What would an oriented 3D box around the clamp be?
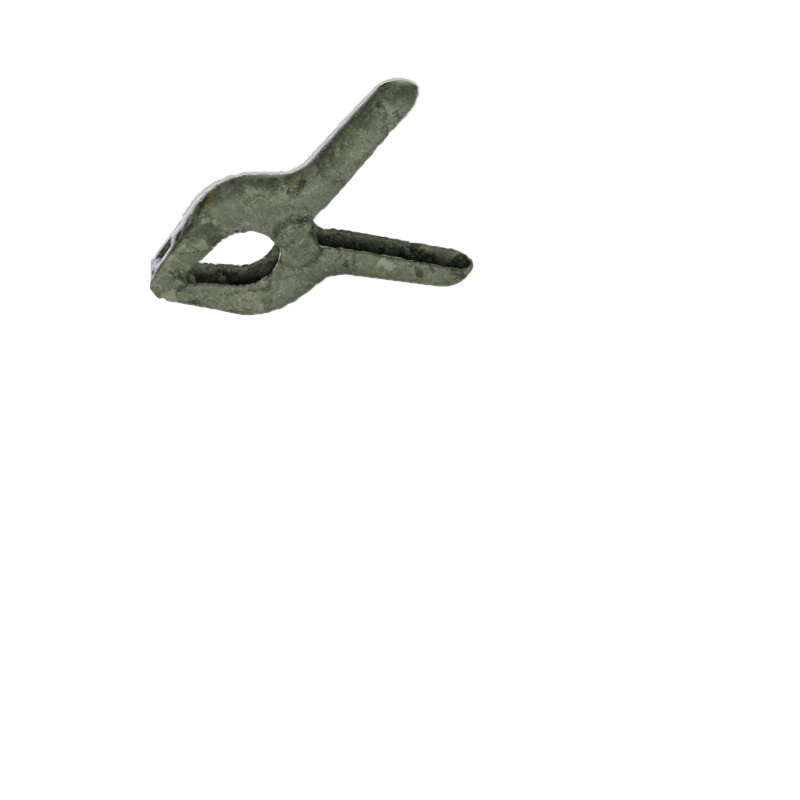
[{"bbox_3d":[-0.046,-0.084,0.589,0.172,0.114,0.041,-25,23,10],"label":"clamp"}]
